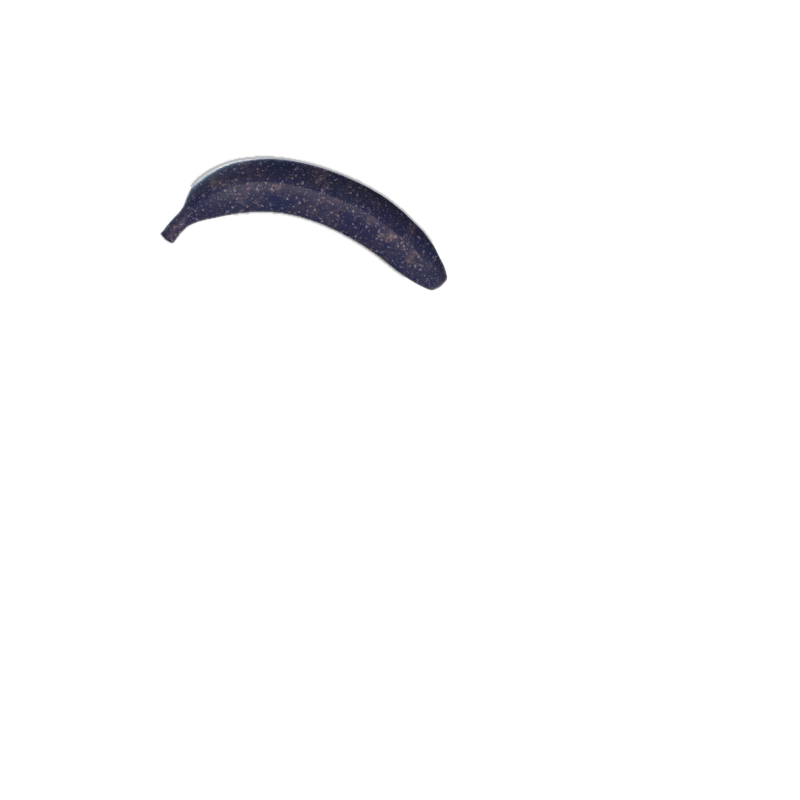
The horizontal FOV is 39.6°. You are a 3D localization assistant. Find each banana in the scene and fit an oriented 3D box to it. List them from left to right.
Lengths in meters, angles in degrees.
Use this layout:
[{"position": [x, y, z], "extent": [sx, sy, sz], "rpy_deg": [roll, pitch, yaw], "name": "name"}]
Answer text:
[{"position": [-0.059, -0.126, 0.754], "extent": [0.196, 0.067, 0.038], "rpy_deg": [10, 21, -4], "name": "banana"}]
